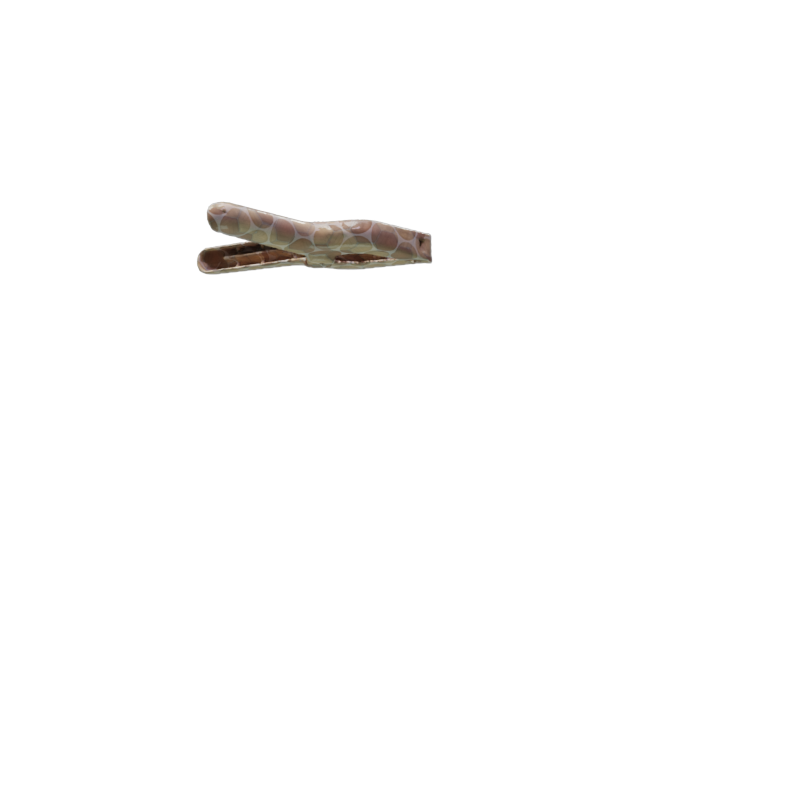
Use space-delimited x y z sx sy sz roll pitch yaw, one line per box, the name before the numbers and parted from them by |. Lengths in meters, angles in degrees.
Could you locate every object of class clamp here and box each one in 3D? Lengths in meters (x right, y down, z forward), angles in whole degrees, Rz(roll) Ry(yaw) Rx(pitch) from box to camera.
clamp | -0.075 -0.136 0.955 0.209 0.037 0.161 0 -7 -3
